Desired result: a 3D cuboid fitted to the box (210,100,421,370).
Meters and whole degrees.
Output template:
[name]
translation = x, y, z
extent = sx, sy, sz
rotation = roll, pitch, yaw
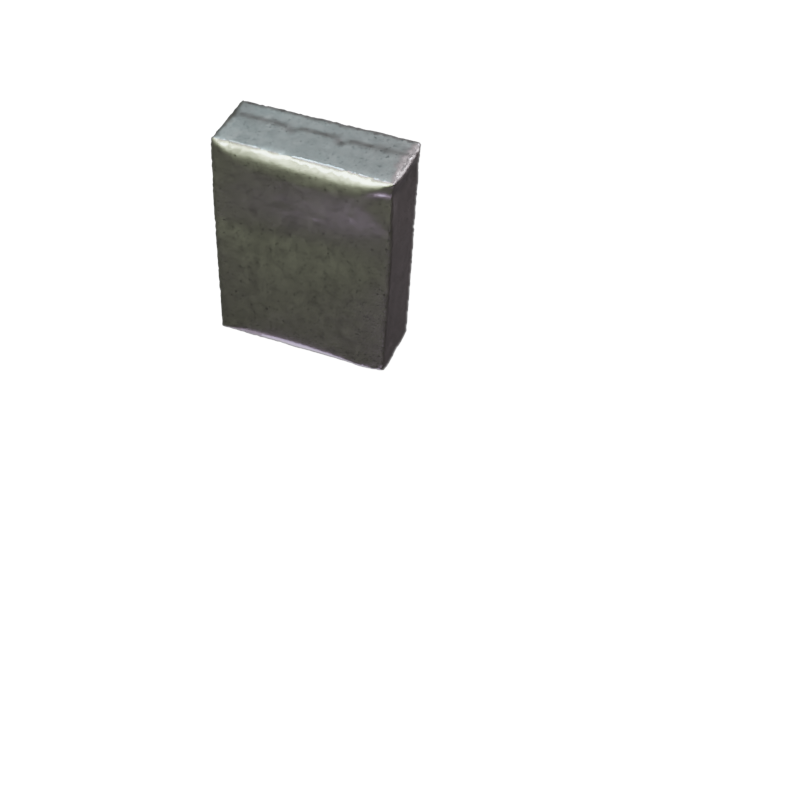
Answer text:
[box]
translation = -0.075, -0.137, 0.962
extent = 0.169, 0.199, 0.075
rotation = 17, 45, 15
